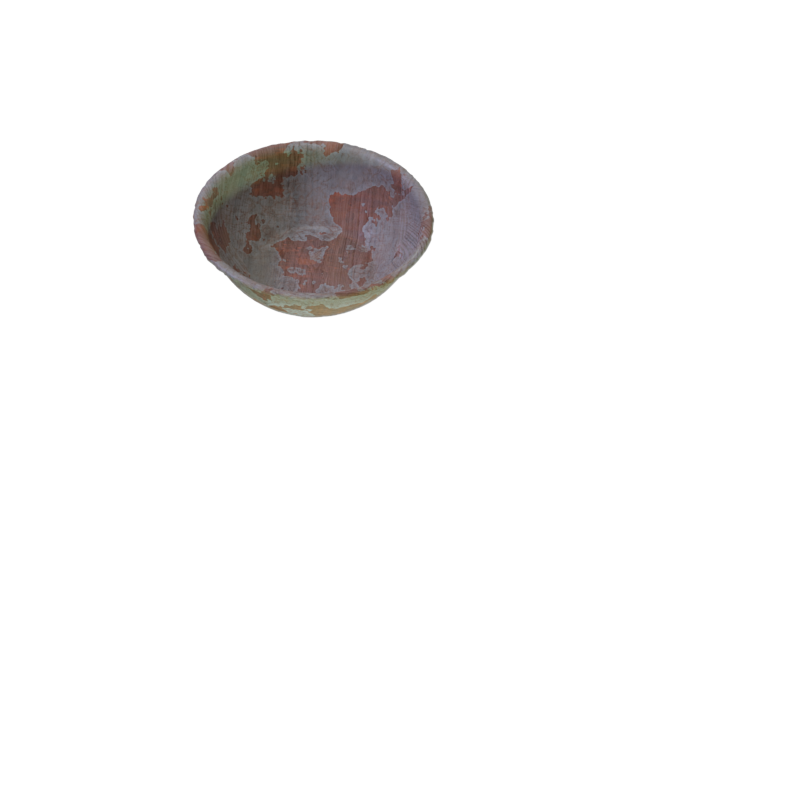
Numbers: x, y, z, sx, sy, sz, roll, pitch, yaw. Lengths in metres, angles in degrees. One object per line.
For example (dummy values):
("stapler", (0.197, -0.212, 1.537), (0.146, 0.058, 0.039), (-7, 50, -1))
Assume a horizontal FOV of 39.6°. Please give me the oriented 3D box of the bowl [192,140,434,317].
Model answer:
("bowl", (-0.059, -0.108, 0.759), (0.162, 0.174, 0.051), (-1, -44, -1))
